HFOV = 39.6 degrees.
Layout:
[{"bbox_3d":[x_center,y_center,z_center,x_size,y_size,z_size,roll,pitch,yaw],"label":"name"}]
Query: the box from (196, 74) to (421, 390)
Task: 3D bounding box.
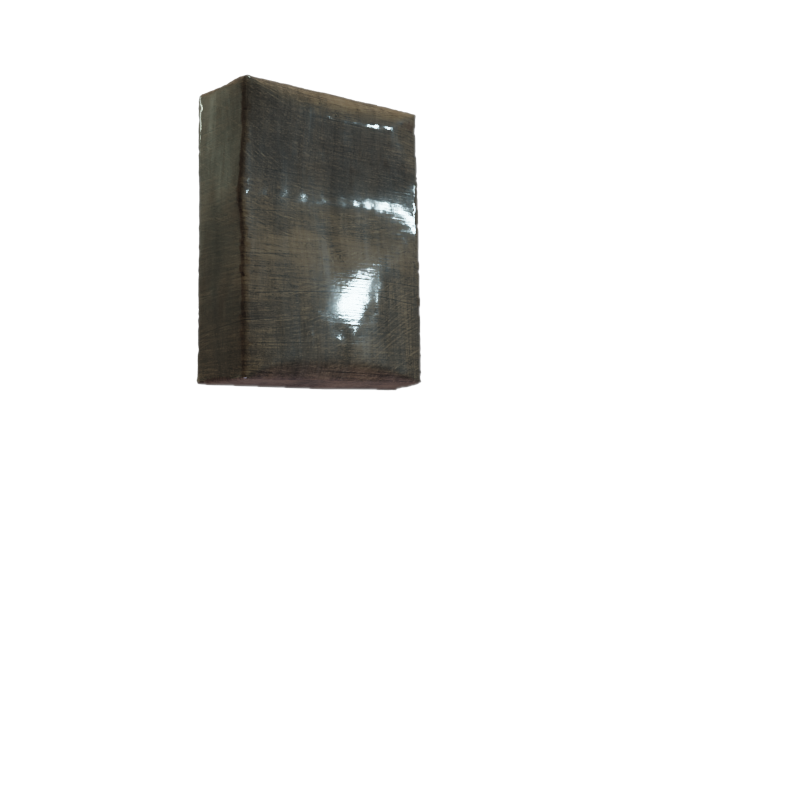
[{"bbox_3d":[-0.064,-0.117,0.817,0.157,0.219,0.073,5,-11,-38],"label":"box"}]
